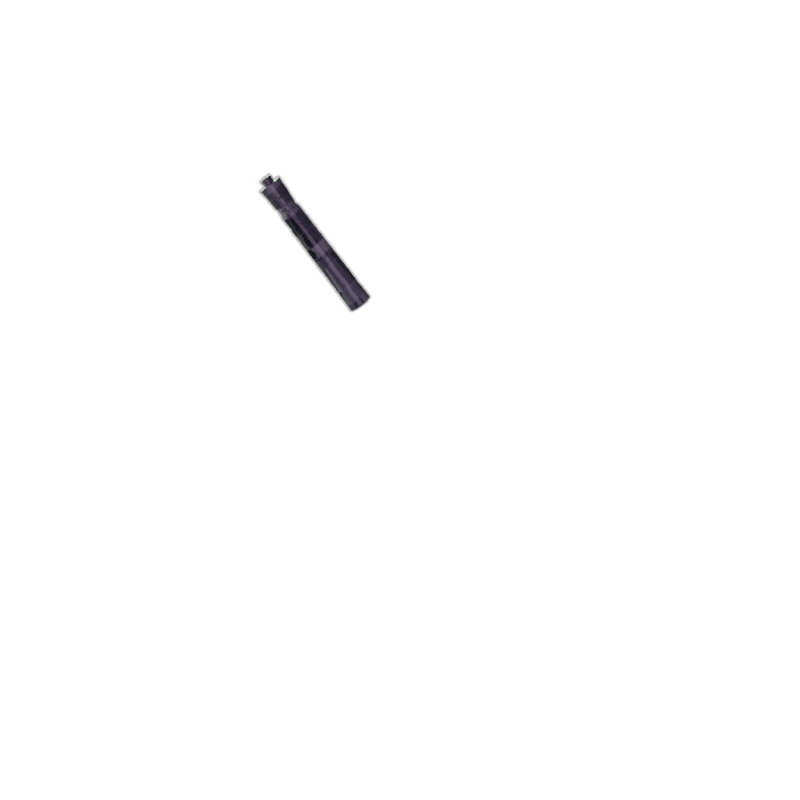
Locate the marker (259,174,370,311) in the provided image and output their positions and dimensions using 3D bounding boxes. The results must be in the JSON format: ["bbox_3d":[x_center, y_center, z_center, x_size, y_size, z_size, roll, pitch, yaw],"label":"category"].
[{"bbox_3d":[-0.066,-0.120,0.838,0.020,0.119,0.020,-37,6,5],"label":"marker"}]
